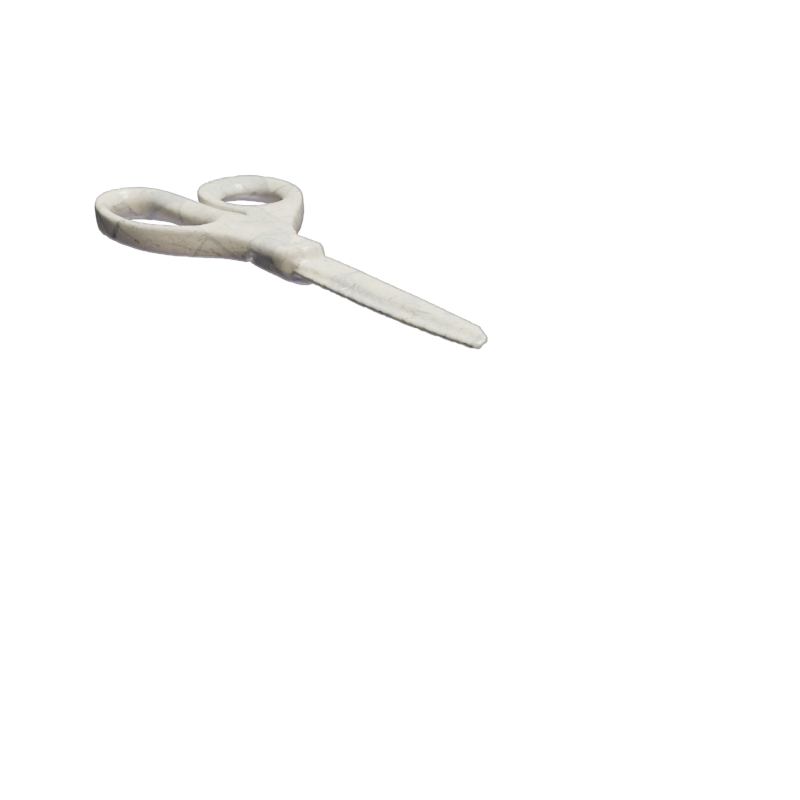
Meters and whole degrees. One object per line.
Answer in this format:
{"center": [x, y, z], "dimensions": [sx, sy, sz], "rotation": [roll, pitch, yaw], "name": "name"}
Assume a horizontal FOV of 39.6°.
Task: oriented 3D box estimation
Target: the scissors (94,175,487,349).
{"center": [-0.034, -0.062, 0.432], "dimensions": [0.212, 0.015, 0.096], "rotation": [18, 31, 32], "name": "scissors"}
